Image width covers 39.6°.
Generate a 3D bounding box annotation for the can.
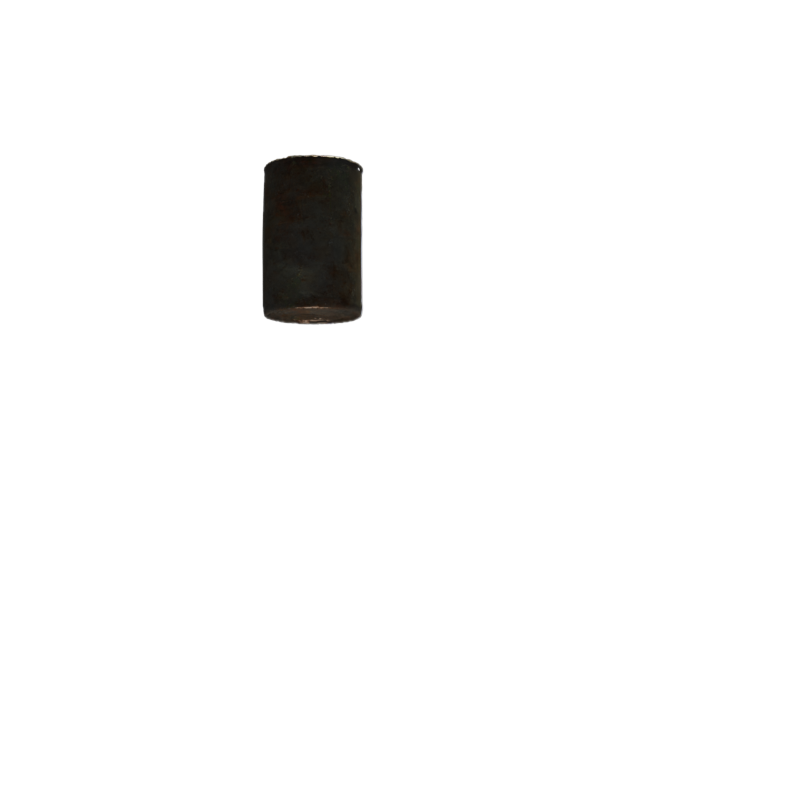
[{"bbox_3d":[-0.058,-0.106,0.743,0.068,0.105,0.067,0,-11,-2],"label":"can"}]
